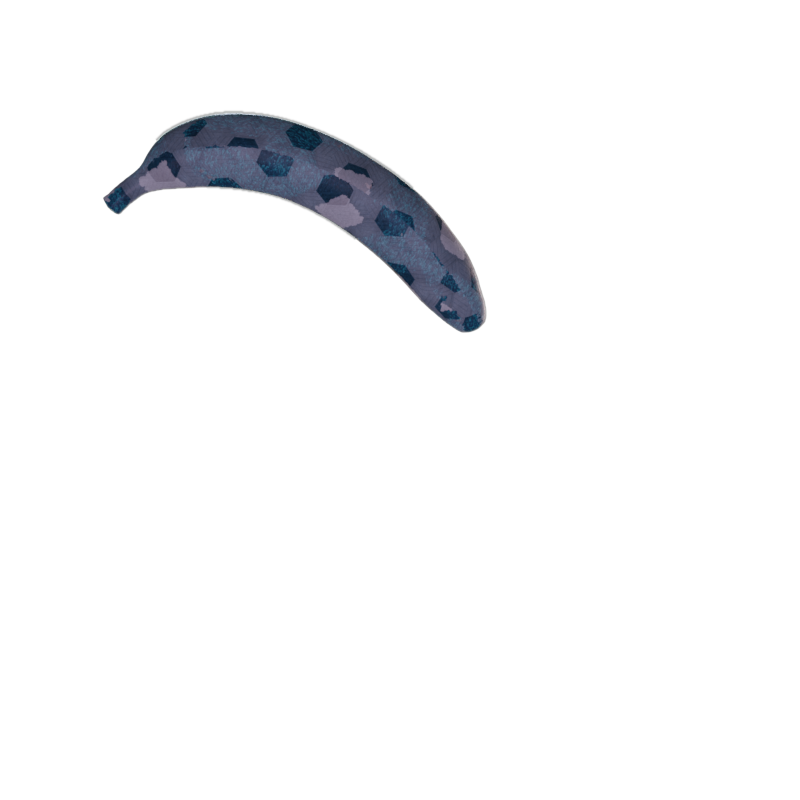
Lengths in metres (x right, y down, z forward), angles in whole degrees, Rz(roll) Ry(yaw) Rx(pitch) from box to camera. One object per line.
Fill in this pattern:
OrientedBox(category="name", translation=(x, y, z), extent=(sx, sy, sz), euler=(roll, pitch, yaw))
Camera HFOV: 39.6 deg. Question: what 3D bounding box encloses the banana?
OrientedBox(category="banana", translation=(-0.039, -0.095, 0.541), extent=(0.195, 0.067, 0.039), euler=(19, 22, -8))
